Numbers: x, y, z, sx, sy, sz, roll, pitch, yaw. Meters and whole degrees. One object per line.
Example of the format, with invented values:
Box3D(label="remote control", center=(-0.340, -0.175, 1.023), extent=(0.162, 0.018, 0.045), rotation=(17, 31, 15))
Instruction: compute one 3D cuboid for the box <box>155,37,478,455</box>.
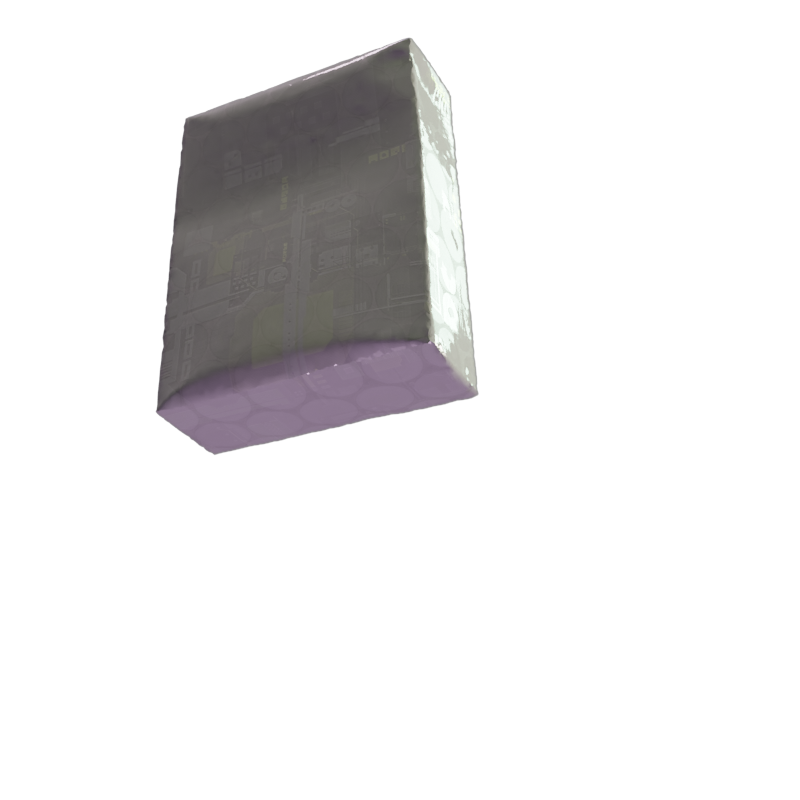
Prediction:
Box3D(label="box", center=(-0.050, -0.092, 0.643), extent=(0.166, 0.228, 0.066), rotation=(-15, -34, 20))
